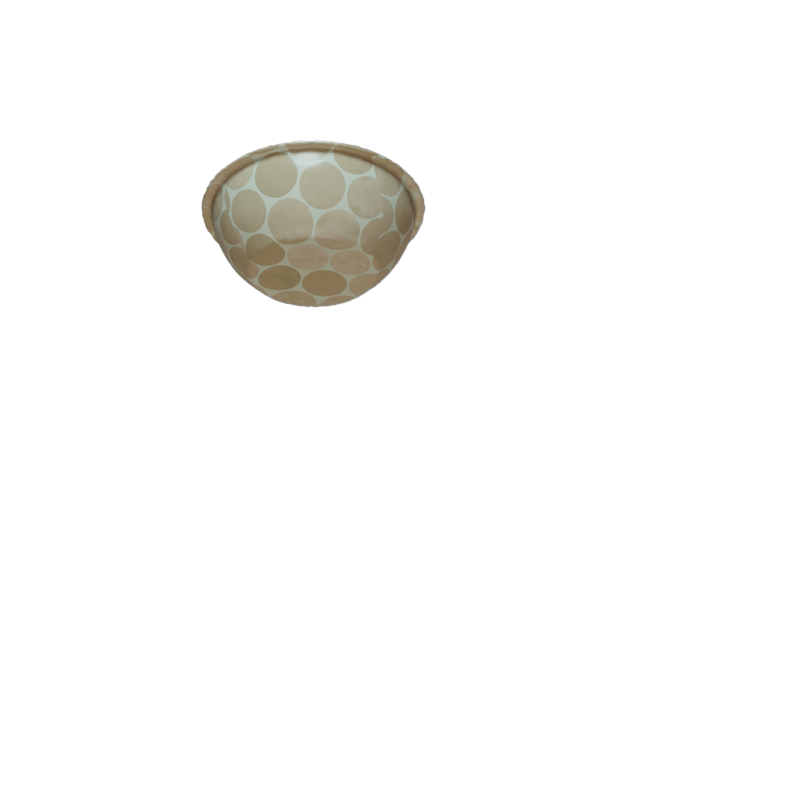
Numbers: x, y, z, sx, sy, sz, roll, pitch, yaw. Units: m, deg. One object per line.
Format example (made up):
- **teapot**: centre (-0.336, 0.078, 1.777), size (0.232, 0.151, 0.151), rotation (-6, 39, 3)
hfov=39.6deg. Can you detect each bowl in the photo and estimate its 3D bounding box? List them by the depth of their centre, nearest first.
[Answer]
- **bowl**: centre (-0.062, -0.113, 0.789), size (0.162, 0.059, 0.152), rotation (1, -29, -2)
